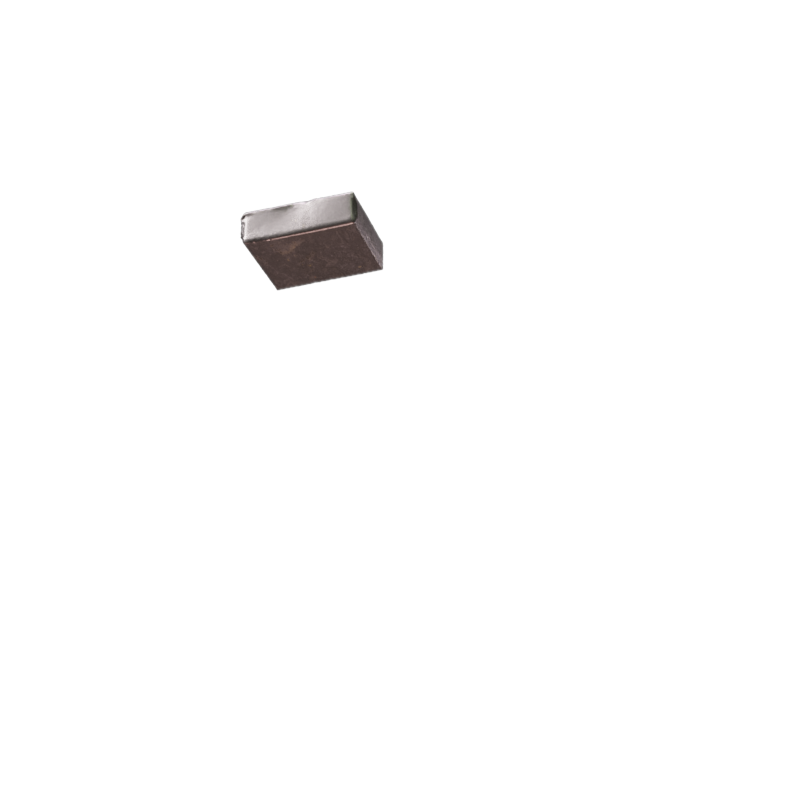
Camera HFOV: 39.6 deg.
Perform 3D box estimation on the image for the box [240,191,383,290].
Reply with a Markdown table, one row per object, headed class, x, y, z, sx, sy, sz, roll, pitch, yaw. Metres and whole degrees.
| class | x | y | z | sx | sy | sz | roll | pitch | yaw |
| --- | --- | --- | --- | --- | --- | --- | --- | --- | --- |
| box | -0.065 | -0.118 | 0.827 | 0.090 | 0.032 | 0.068 | -8 | -28 | 16 |
